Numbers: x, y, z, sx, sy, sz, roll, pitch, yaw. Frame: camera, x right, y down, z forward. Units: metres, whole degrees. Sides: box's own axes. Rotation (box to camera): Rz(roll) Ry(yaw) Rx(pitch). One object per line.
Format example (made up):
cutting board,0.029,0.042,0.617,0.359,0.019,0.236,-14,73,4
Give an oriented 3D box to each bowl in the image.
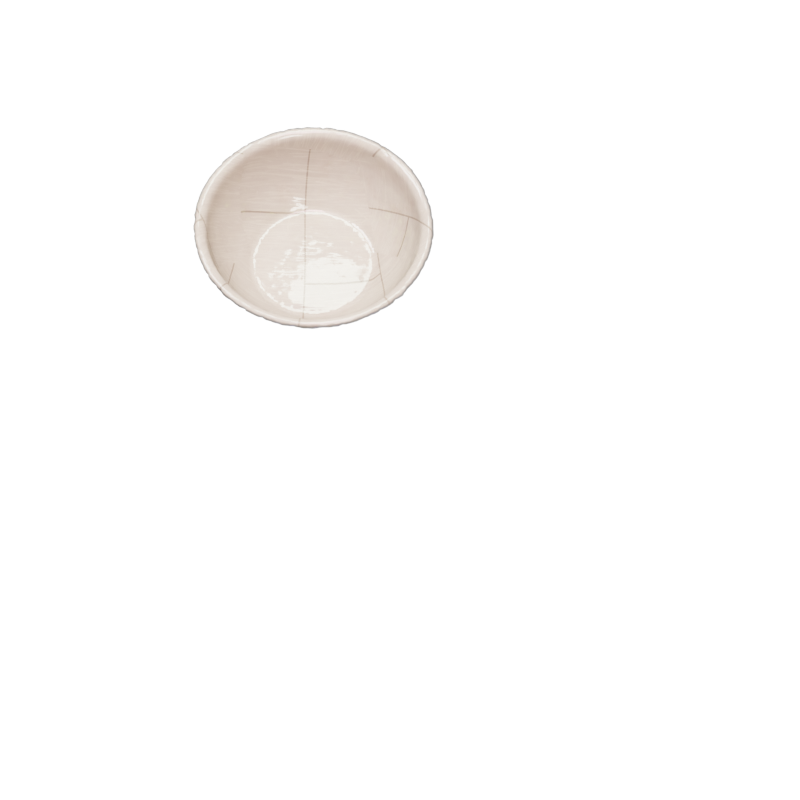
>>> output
bowl,-0.060,-0.110,0.768,0.162,0.173,0.052,-1,-30,-1
